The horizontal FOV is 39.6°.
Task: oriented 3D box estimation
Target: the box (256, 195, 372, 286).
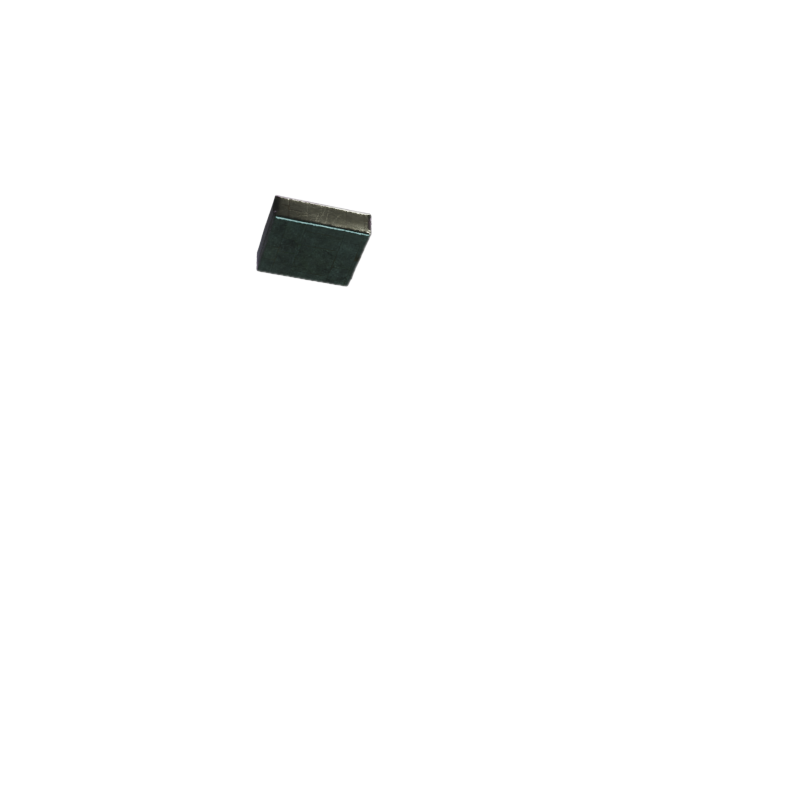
[{"bbox_3d":[-0.077,-0.140,0.983,0.087,0.032,0.069,10,-40,-12],"label":"box"}]
